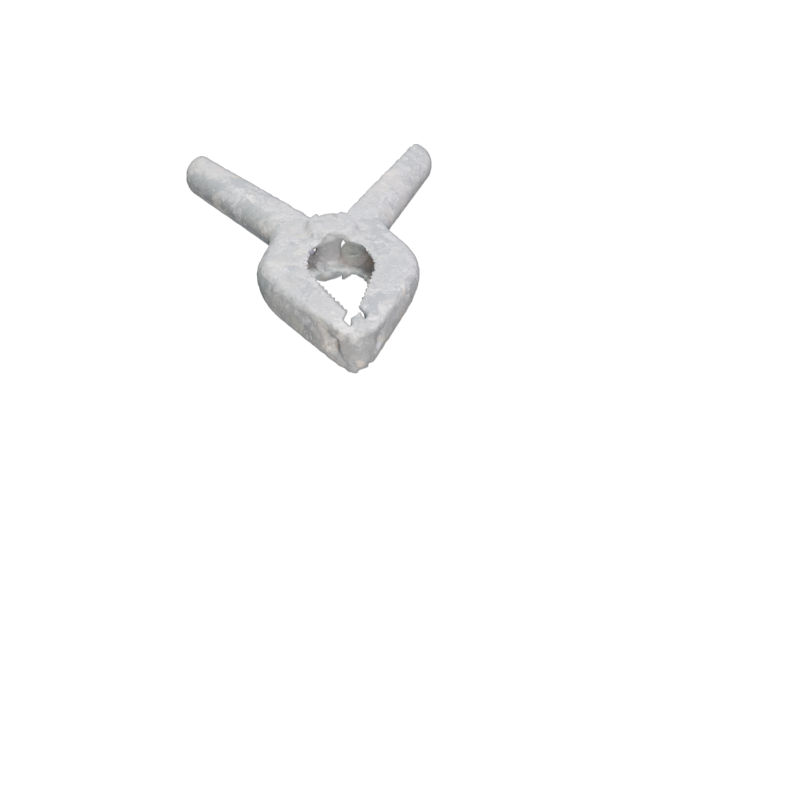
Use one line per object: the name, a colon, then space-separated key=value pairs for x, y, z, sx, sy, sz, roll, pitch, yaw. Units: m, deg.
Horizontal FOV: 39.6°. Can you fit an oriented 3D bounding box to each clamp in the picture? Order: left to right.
clamp: x=-0.053 y=-0.097 z=0.676 sx=0.164 sy=0.034 sz=0.225 roll=-2 pitch=40 yaw=-3
